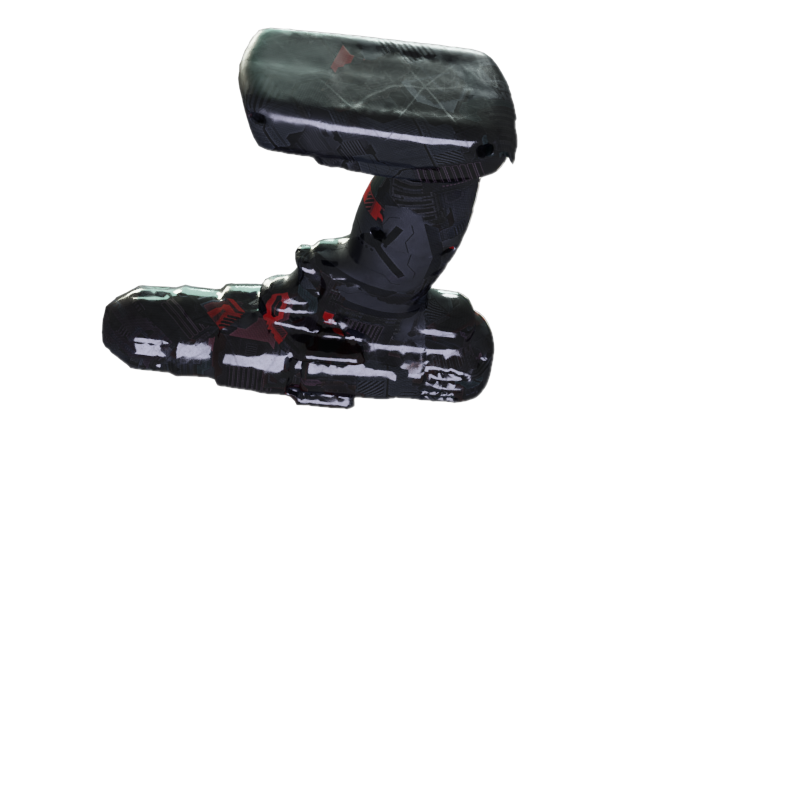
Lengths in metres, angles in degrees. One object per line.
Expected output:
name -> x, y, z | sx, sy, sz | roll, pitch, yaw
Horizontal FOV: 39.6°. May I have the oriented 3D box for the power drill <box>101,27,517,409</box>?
power drill -> -0.037, -0.068, 0.477 | 0.183, 0.062, 0.176 | 5, -38, -6
